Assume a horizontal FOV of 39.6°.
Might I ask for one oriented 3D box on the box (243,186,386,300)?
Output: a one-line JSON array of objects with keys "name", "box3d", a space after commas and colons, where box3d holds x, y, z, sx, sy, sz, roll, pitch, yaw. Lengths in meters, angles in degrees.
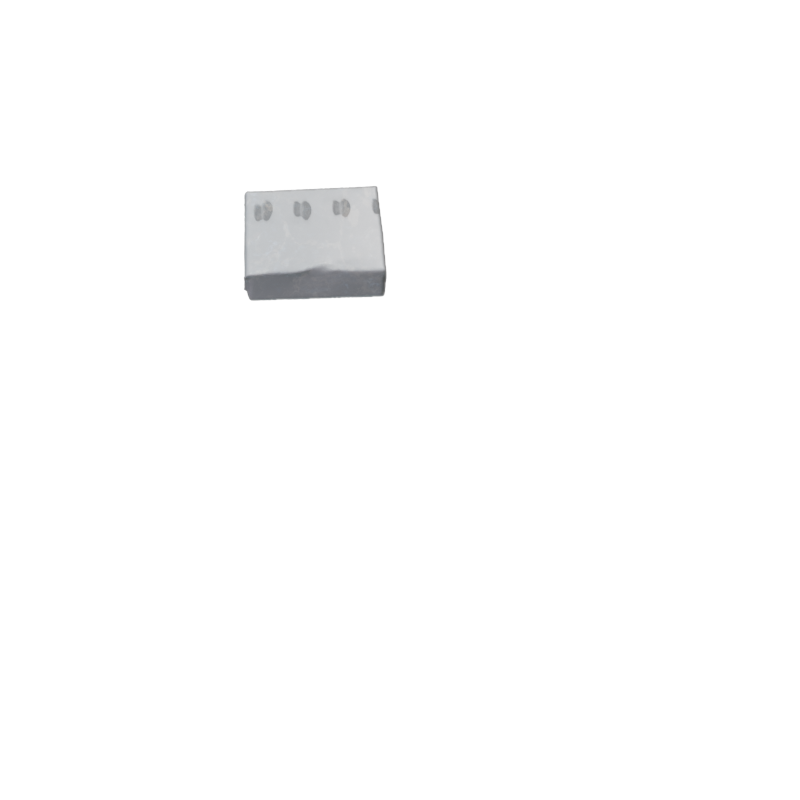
[{"name": "box", "box3d": [-0.056, -0.102, 0.713, 0.089, 0.079, 0.028, -2, -38, -2]}]
